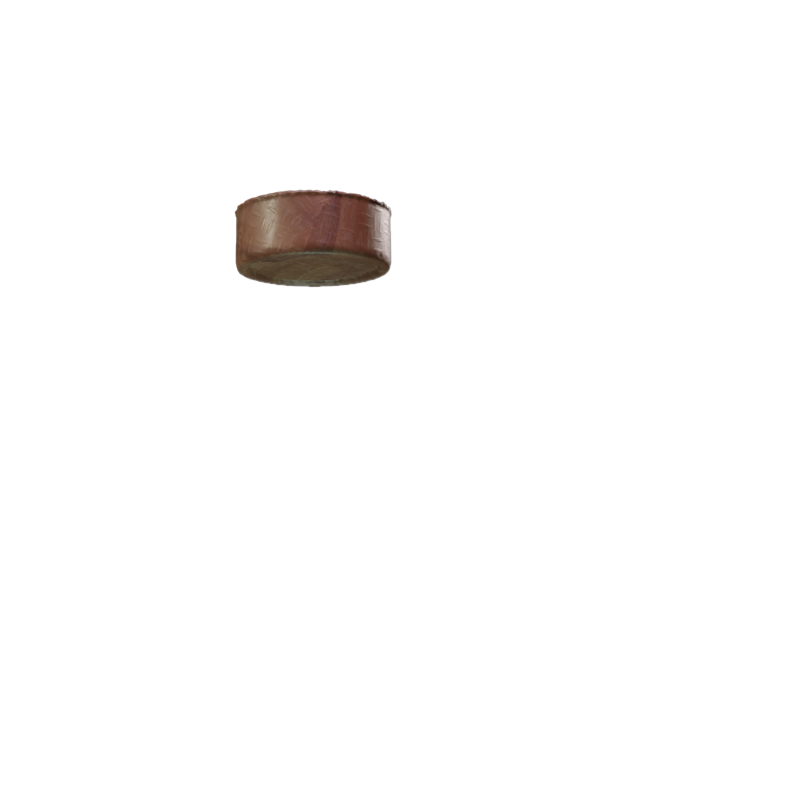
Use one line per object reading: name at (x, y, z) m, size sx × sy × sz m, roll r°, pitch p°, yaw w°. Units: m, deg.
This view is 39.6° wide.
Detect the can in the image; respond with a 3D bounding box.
can at (-0.047, -0.086, 0.603) m, size 0.086 × 0.034 × 0.084 m, roll 0°, pitch -8°, yaw -2°
